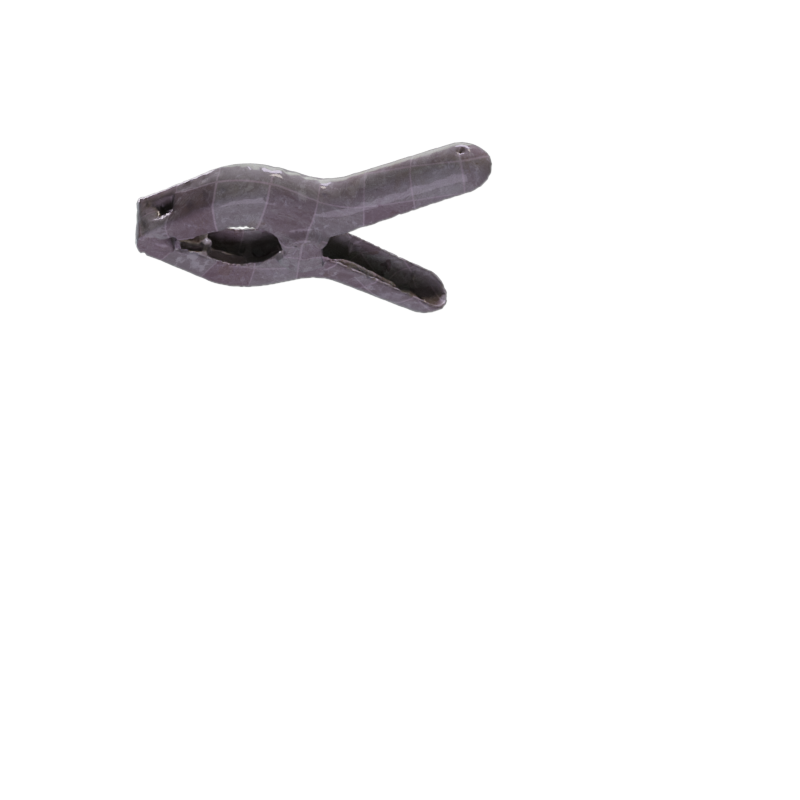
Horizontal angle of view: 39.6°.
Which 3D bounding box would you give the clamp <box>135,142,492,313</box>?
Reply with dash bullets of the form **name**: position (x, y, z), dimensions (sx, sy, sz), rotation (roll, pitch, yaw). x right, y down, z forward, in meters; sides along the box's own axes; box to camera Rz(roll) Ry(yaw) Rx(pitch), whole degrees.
- **clamp**: position (-0.044, -0.080, 0.557), dimensions (0.172, 0.042, 0.112), rotation (-1, -39, 1)
